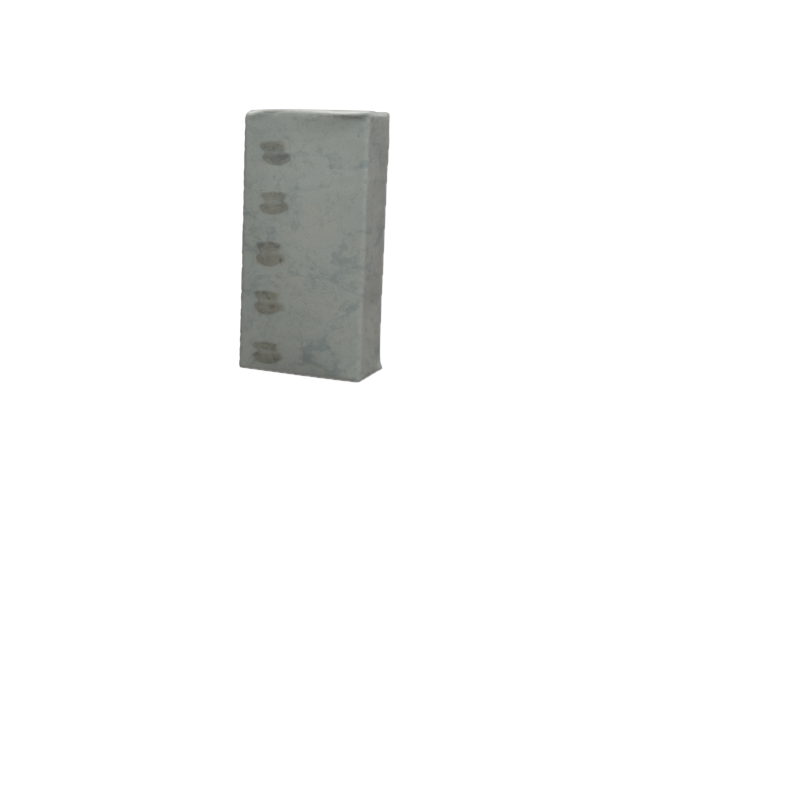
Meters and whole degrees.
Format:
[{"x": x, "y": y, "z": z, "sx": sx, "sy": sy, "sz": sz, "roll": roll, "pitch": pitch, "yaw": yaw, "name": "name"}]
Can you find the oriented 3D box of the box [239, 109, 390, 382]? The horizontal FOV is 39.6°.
[{"x": -0.059, "y": -0.106, "z": 0.744, "sx": 0.096, "sy": 0.173, "sz": 0.047, "roll": 5, "pitch": 9, "yaw": 23, "name": "box"}]
